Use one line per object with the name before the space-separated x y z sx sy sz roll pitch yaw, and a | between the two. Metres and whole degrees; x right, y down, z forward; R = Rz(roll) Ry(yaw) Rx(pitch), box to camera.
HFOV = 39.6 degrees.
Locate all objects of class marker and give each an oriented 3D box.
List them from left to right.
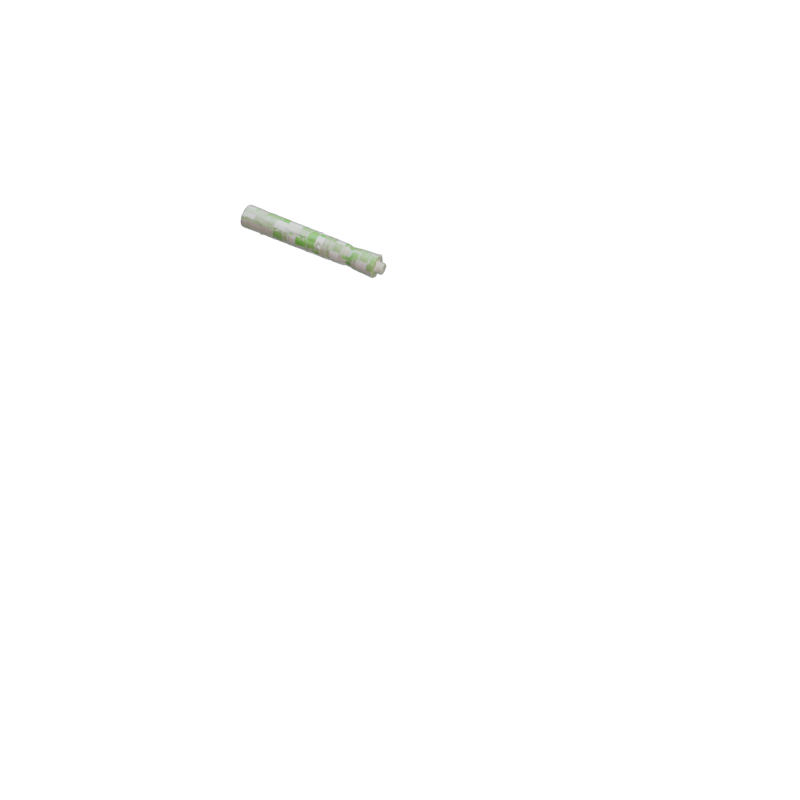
marker | -0.066 -0.121 0.849 0.126 0.019 0.019 24 11 20
